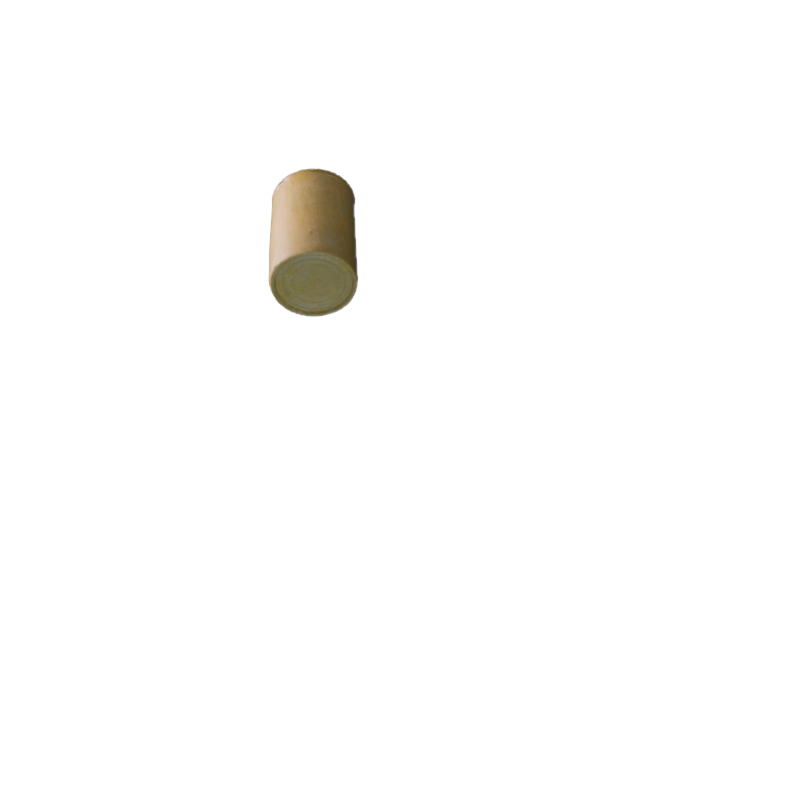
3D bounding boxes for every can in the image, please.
[{"bbox_3d":[-0.067,-0.123,0.862,0.068,0.064,0.110,-1,44,-3],"label":"can"}]
